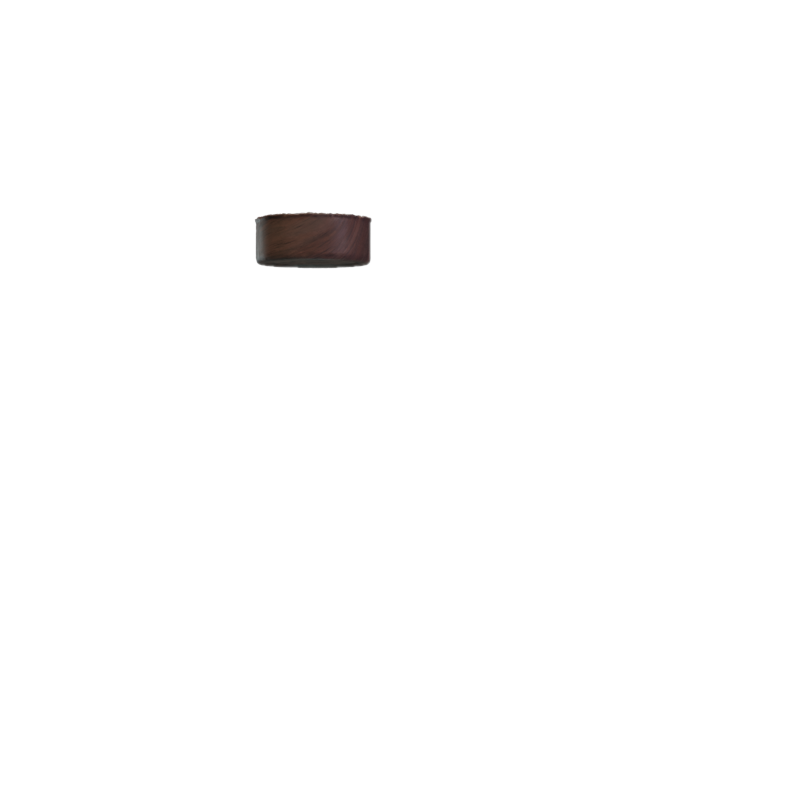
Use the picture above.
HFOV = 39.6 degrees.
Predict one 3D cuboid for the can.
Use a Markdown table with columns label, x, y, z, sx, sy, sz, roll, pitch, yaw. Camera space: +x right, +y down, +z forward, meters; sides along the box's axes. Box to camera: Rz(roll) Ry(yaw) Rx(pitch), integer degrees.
| label | x | y | z | sx | sy | sz | roll | pitch | yaw |
| --- | --- | --- | --- | --- | --- | --- | --- | --- | --- |
| can | -0.064 | -0.116 | 0.812 | 0.086 | 0.034 | 0.086 | 0 | 1 | -2 |
